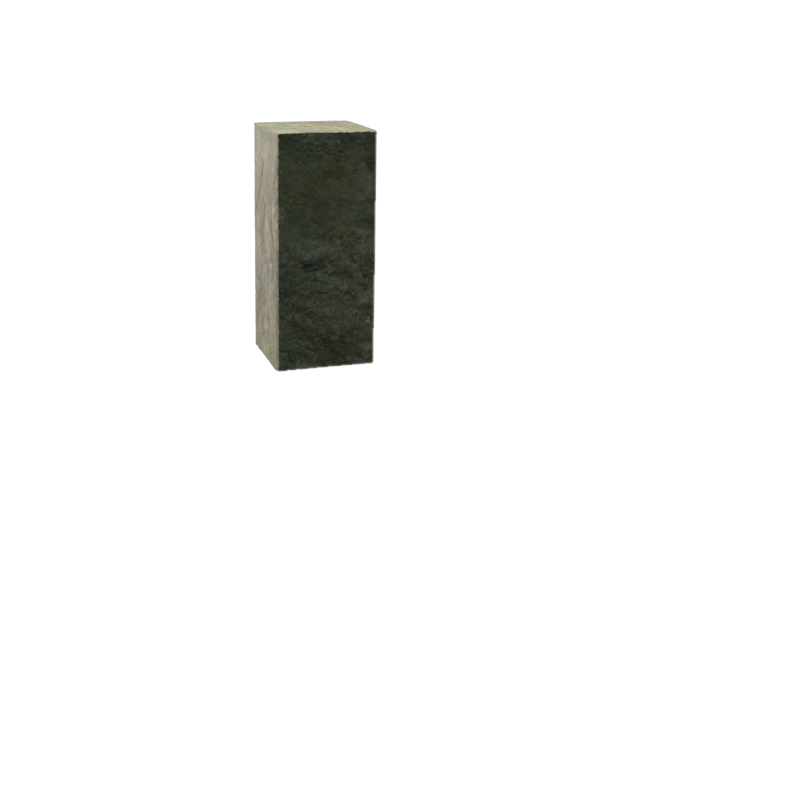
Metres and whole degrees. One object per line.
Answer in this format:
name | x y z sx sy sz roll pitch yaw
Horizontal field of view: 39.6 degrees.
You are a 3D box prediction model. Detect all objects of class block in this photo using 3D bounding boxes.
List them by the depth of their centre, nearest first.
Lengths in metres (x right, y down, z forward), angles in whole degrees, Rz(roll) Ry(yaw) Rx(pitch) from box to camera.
block | -0.077 -0.141 0.986 0.089 0.200 0.095 -4 15 -18
